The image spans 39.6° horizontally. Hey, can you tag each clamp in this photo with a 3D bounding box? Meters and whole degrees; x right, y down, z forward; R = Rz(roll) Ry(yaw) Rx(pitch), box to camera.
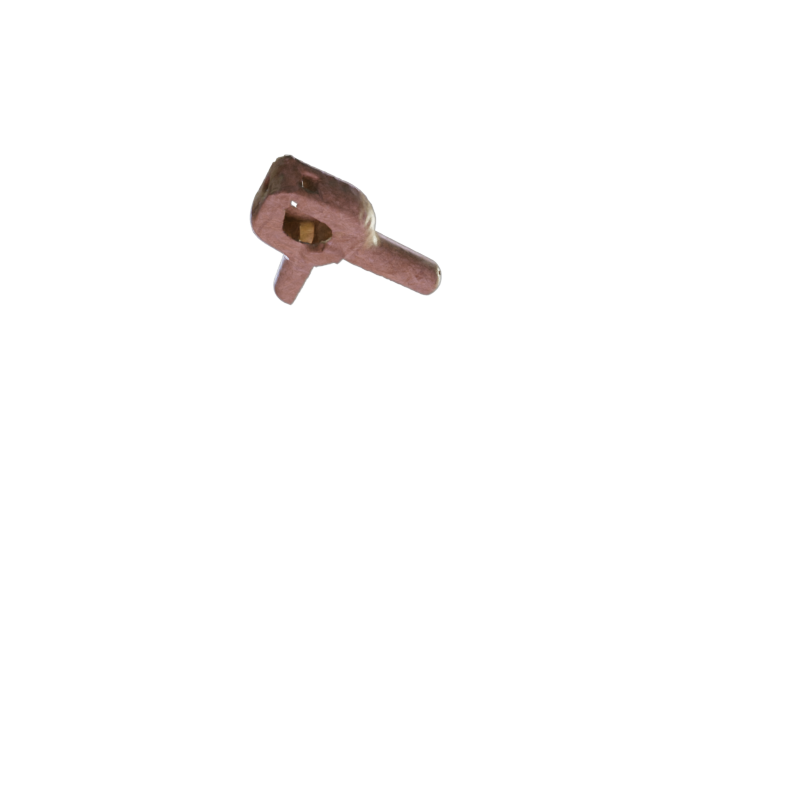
[{"bbox_3d":[-0.057,-0.104,0.726,0.122,0.042,0.159,-12,-28,23],"label":"clamp"}]
